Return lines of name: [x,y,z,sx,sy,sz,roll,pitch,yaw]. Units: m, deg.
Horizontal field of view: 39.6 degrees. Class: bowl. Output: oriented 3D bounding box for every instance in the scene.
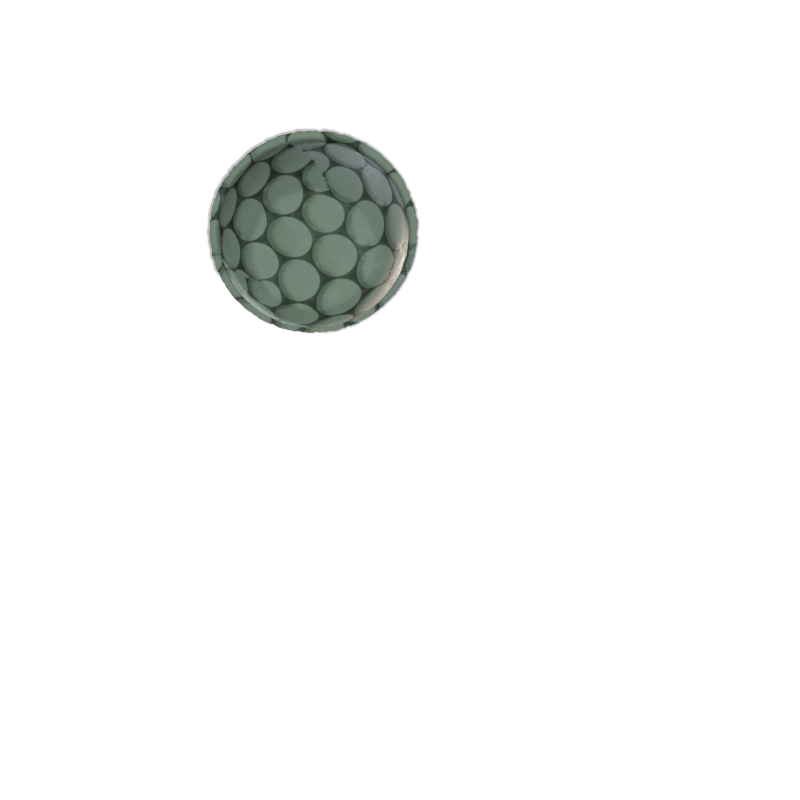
bowl: [-0.065,-0.119,0.831,0.162,0.156,0.057,0,16,-1]
